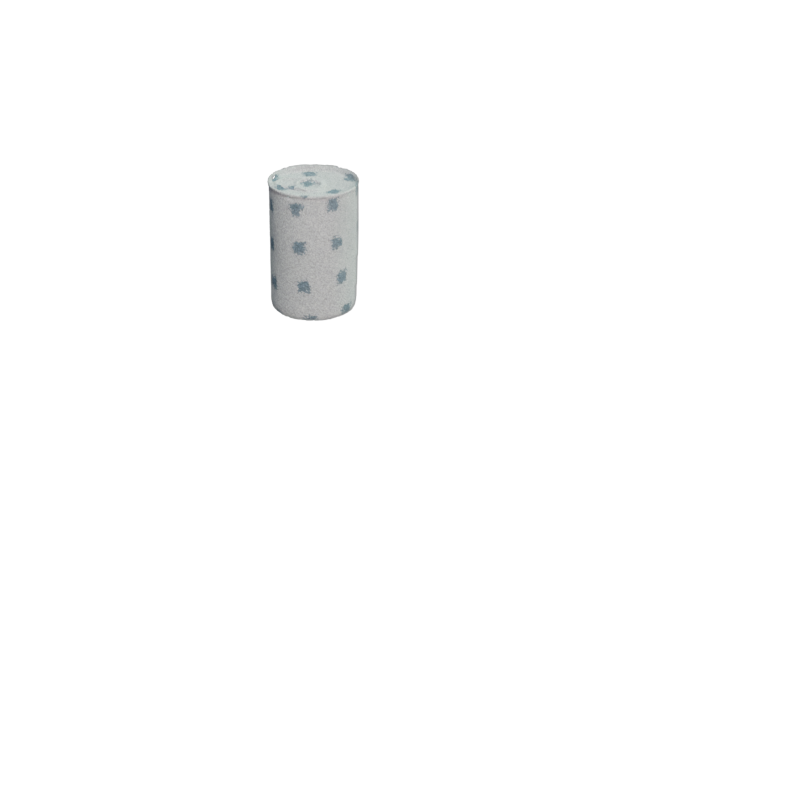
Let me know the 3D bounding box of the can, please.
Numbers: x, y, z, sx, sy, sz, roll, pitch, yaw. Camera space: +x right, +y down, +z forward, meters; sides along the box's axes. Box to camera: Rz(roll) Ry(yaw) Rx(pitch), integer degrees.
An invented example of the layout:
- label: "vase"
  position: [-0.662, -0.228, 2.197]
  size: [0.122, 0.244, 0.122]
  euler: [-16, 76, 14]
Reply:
- label: "can"
  position: [-0.066, -0.120, 0.840]
  size: [0.068, 0.097, 0.073]
  euler: [0, 27, -2]
